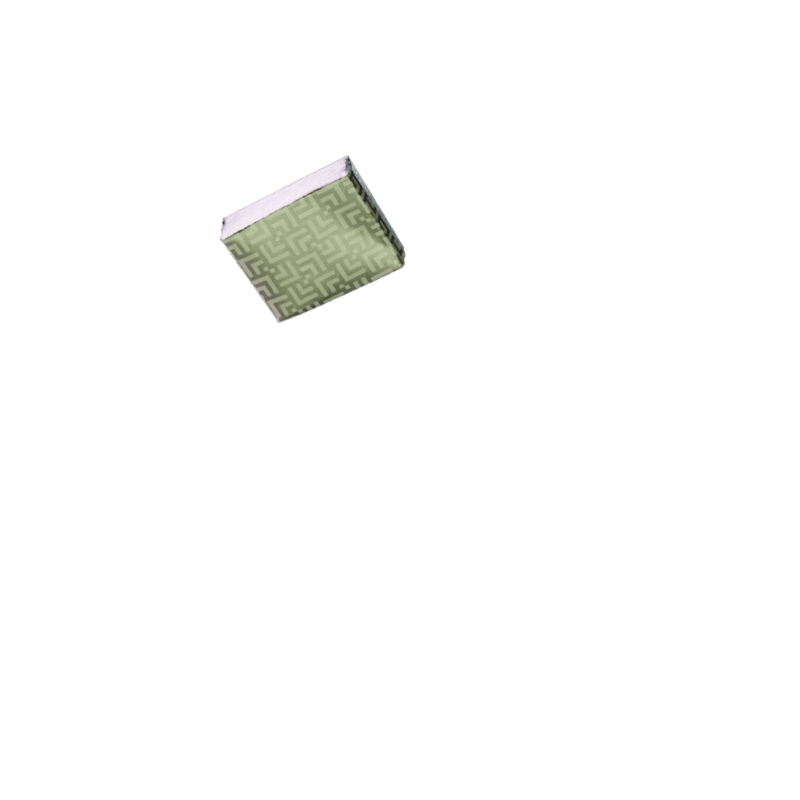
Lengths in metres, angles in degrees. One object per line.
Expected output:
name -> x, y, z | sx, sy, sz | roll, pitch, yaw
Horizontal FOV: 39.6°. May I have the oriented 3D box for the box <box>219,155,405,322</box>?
box -> -0.065, -0.119, 0.835 | 0.114, 0.084, 0.041 | -25, 28, 13
